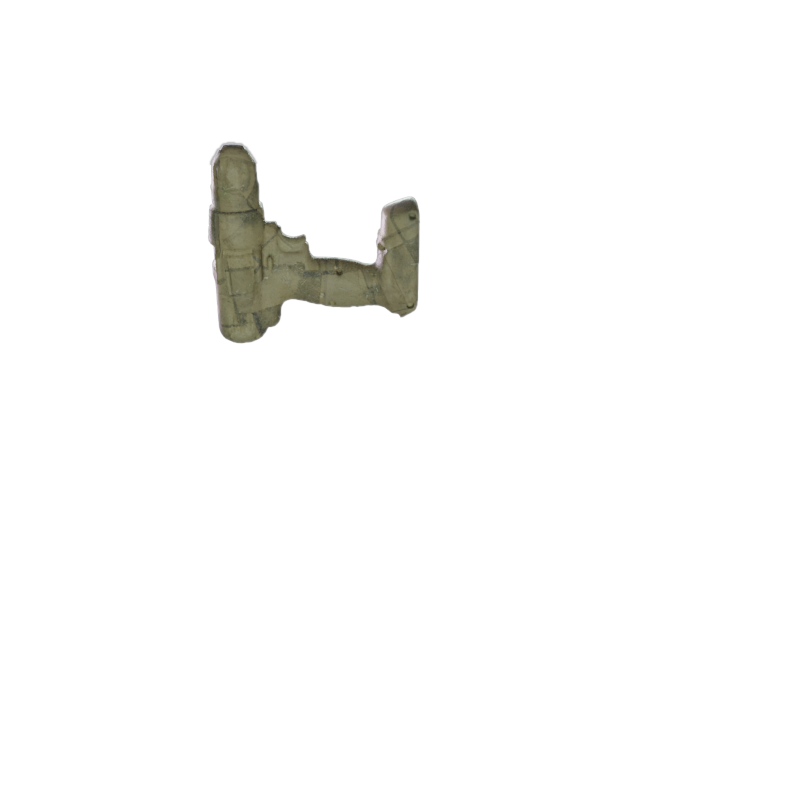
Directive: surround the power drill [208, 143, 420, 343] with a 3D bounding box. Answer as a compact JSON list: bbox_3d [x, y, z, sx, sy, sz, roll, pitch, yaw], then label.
[{"bbox_3d":[-0.078,-0.142,0.995,0.187,0.175,0.060,-1,23,0],"label":"power drill"}]
